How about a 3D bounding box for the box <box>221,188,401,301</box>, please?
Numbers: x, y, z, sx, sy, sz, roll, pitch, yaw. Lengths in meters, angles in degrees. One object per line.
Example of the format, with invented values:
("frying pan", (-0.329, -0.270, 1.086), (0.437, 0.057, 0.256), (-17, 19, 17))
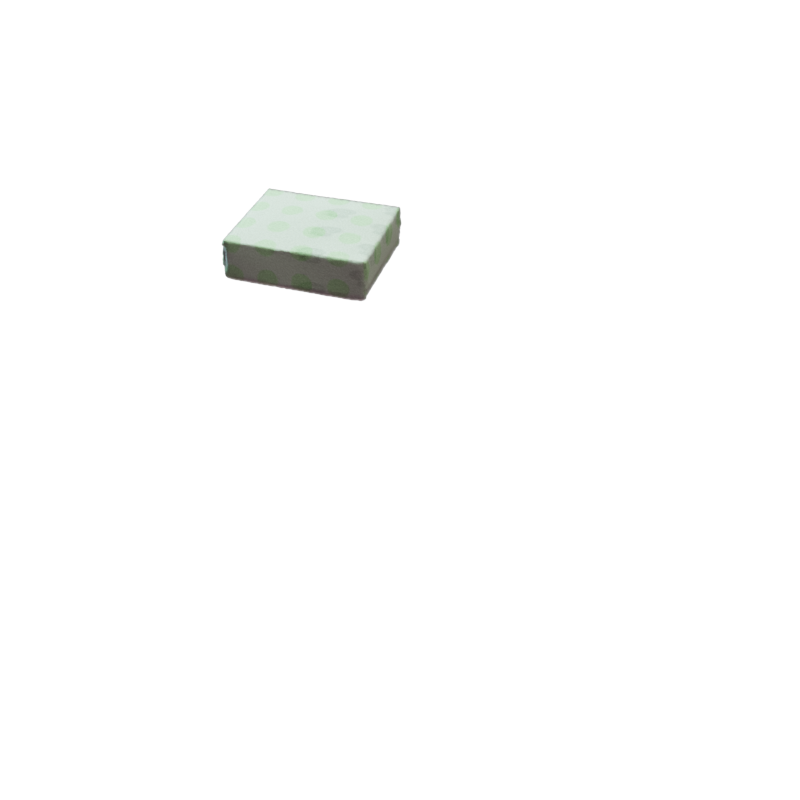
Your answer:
("box", (-0.065, -0.119, 0.835), (0.117, 0.036, 0.093), (12, 37, 15))
